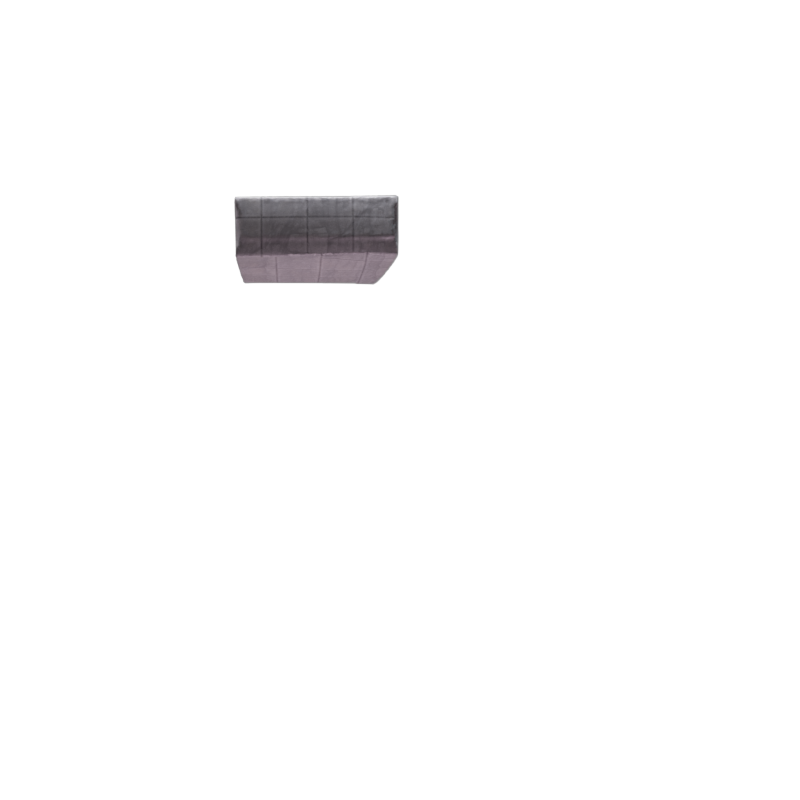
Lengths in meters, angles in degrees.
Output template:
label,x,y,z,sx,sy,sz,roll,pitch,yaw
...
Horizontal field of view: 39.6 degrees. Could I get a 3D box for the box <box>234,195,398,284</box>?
label,x,y,z,sx,sy,sz,roll,pitch,yaw
box,-0.051,-0.093,0.649,0.089,0.040,0.112,0,-4,-5
